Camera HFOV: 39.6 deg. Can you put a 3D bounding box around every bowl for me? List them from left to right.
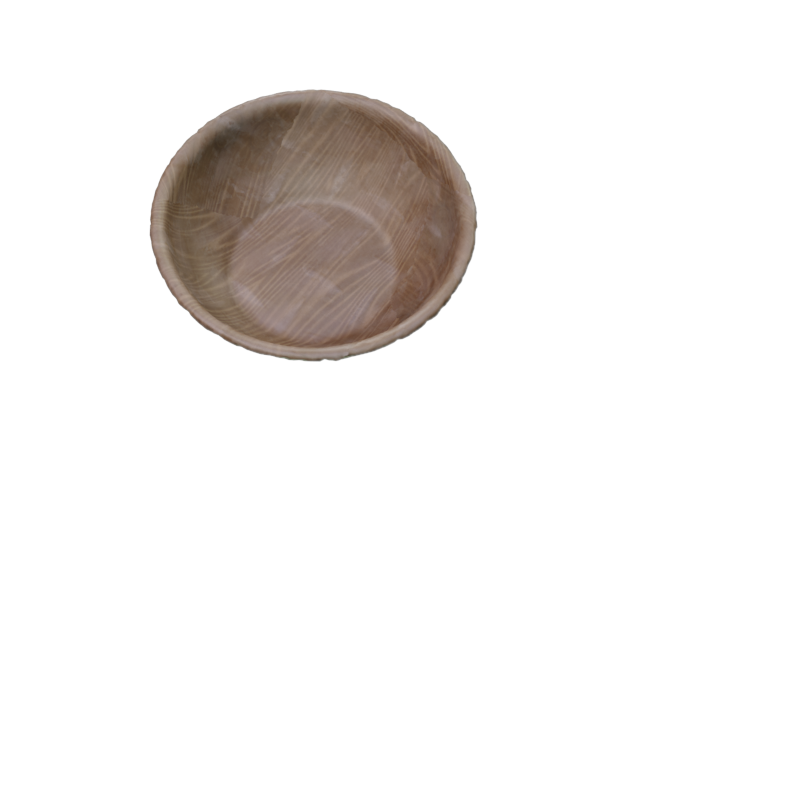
[{"bbox_3d":[-0.045,-0.081,0.568,0.162,0.173,0.052,-1,-30,-1],"label":"bowl"}]
